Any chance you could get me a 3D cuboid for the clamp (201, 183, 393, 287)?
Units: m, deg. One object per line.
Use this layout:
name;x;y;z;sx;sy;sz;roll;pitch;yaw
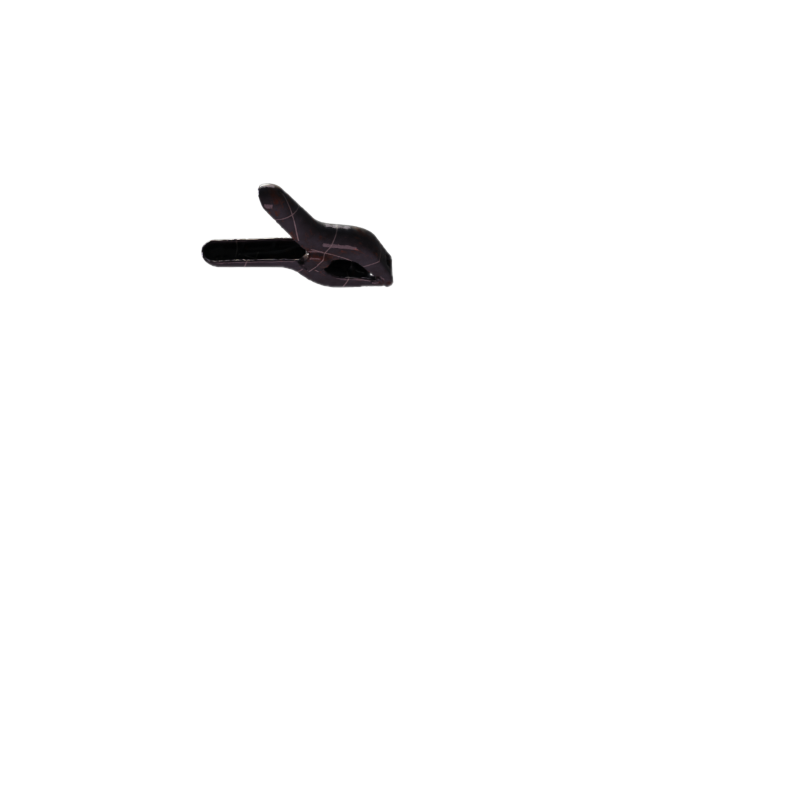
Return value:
clamp;-0.075;-0.137;0.960;0.166;0.041;0.118;8;-21;-22
